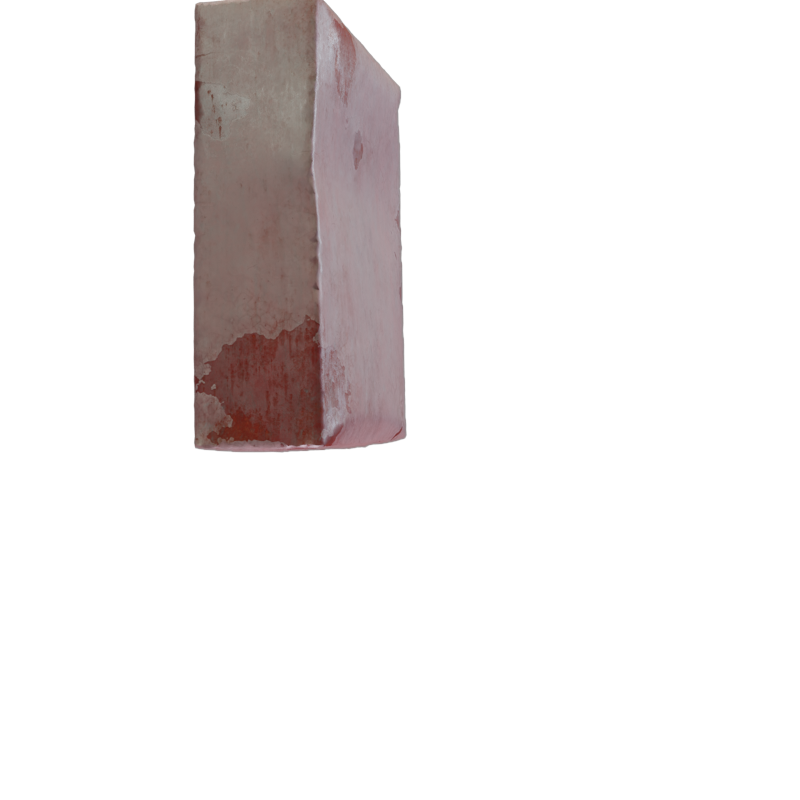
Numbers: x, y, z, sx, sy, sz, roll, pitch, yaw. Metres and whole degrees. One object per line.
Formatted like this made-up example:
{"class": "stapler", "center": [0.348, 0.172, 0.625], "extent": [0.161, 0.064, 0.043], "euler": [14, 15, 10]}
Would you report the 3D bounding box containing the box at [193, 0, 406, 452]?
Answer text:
{"class": "box", "center": [-0.045, -0.083, 0.580], "extent": [0.073, 0.218, 0.158], "euler": [-3, -7, 15]}
